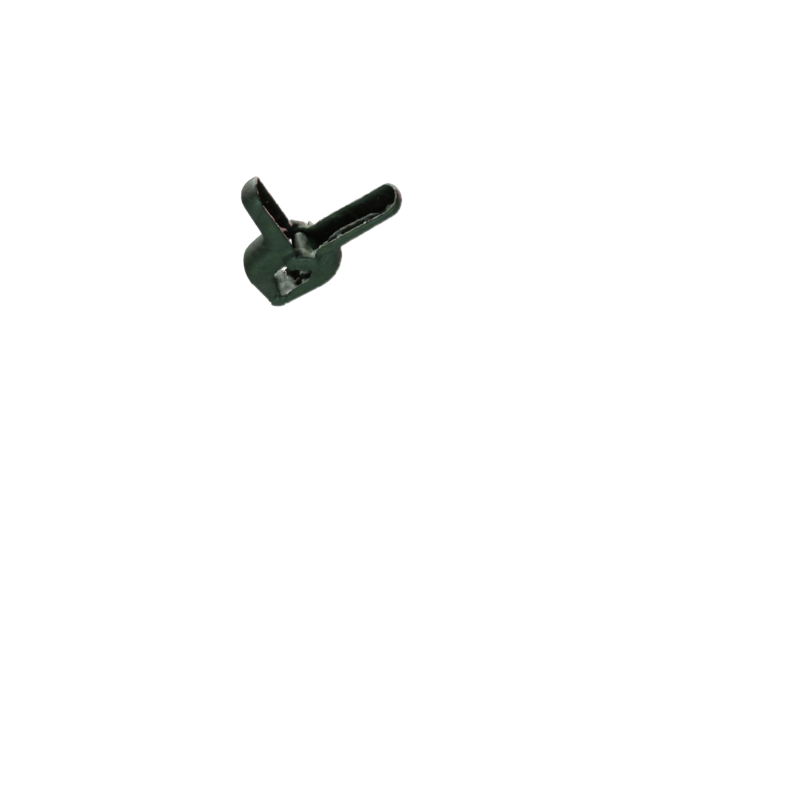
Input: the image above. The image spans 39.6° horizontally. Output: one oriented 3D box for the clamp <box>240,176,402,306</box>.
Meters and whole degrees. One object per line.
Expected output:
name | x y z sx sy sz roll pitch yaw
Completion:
clamp | -0.068 -0.124 0.868 0.119 0.041 0.164 3 -21 -8
